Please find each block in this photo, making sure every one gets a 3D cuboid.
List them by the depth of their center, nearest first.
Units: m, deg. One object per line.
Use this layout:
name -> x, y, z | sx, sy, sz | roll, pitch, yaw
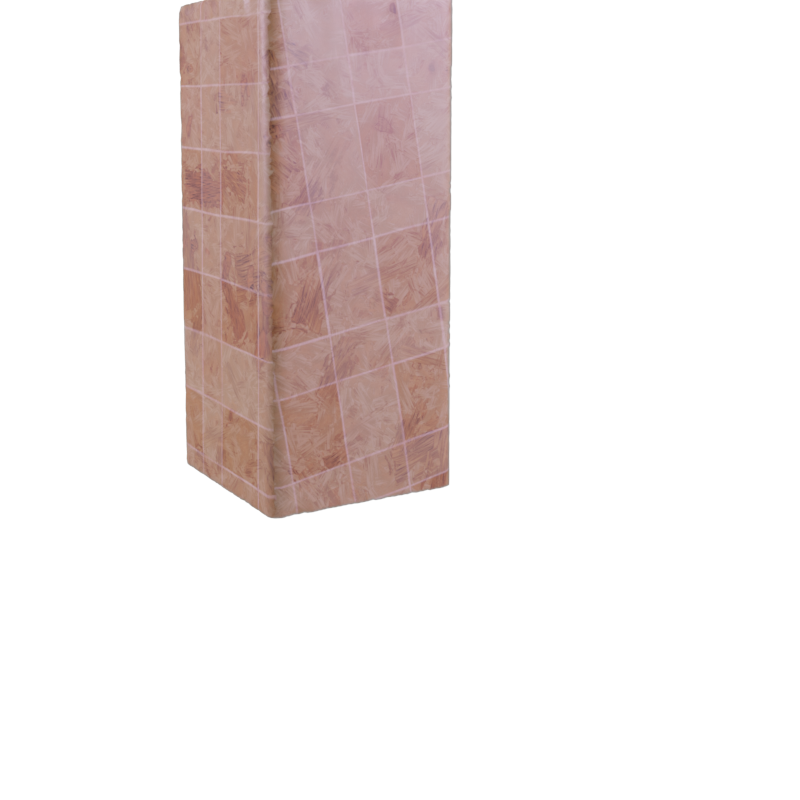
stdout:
block -> -0.038, -0.069, 0.482 | 0.087, 0.203, 0.095 | -4, 8, -32
